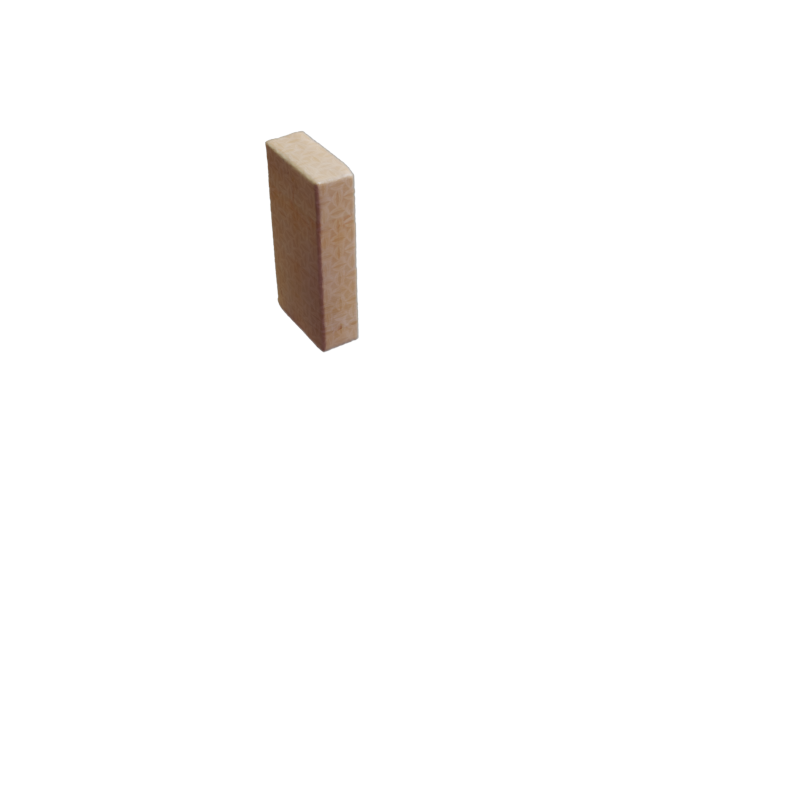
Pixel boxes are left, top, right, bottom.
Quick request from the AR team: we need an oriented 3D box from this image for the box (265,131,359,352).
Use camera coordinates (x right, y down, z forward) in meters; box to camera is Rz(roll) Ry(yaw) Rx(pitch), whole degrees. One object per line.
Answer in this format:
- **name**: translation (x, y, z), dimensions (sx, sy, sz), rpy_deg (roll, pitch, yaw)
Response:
- **box**: translation (-0.077, -0.141, 0.987), dimensions (0.047, 0.165, 0.101), rpy_deg (-17, 40, -26)
